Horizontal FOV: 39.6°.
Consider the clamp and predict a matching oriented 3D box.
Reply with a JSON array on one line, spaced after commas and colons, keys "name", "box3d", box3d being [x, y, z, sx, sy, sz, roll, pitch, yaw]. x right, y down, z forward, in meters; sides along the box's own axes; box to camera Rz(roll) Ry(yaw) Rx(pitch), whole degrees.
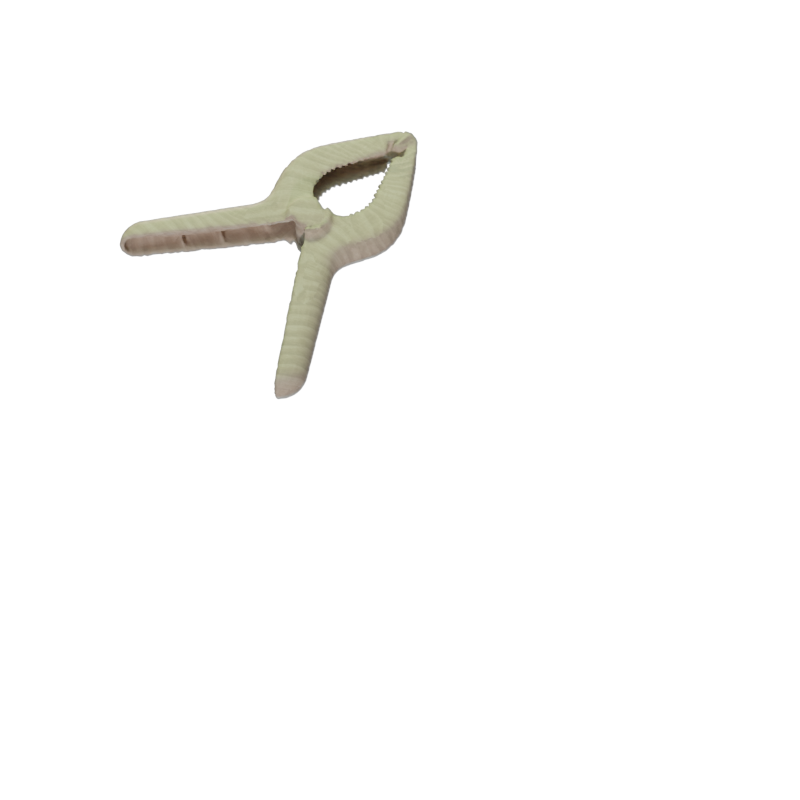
[{"name": "clamp", "box3d": [-0.058, -0.106, 0.740, 0.211, 0.175, 0.034, -34, -25, -19]}]
